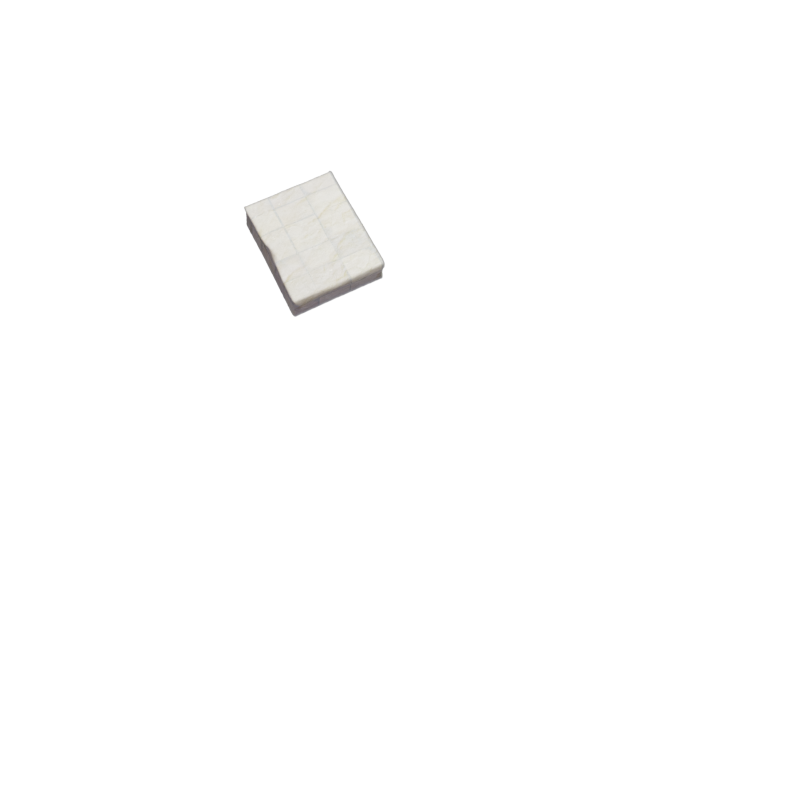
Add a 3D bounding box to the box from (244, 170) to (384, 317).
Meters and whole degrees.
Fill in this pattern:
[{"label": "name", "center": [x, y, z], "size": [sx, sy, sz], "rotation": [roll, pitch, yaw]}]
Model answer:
[{"label": "box", "center": [-0.064, -0.116, 0.813], "size": [0.073, 0.095, 0.028], "rotation": [-24, -23, -11]}]
